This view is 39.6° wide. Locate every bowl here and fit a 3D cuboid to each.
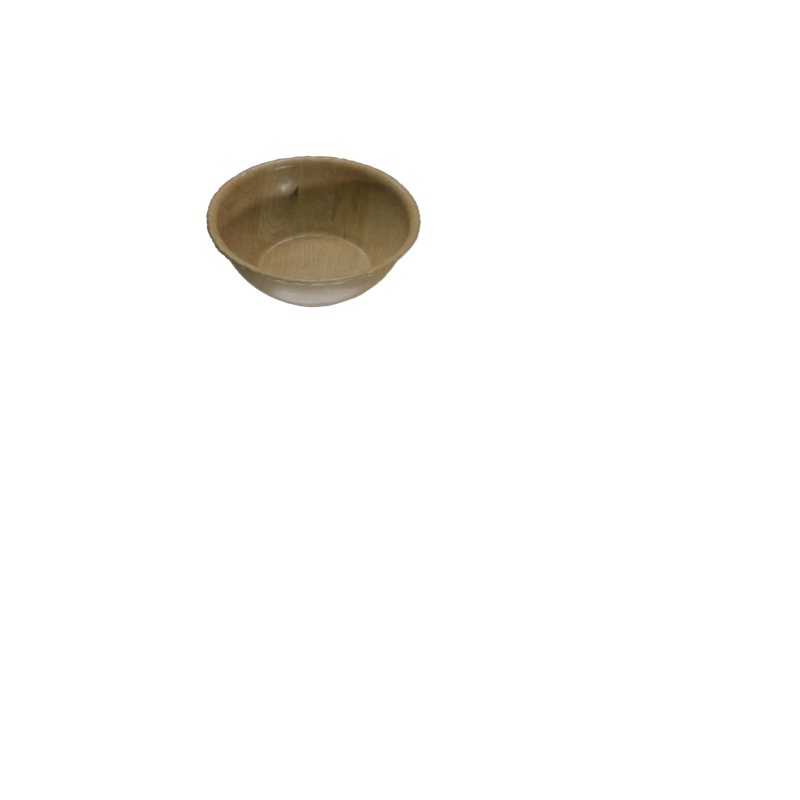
[{"bbox_3d":[-0.066,-0.121,0.848,0.162,0.051,0.174,-1,42,-1],"label":"bowl"}]
